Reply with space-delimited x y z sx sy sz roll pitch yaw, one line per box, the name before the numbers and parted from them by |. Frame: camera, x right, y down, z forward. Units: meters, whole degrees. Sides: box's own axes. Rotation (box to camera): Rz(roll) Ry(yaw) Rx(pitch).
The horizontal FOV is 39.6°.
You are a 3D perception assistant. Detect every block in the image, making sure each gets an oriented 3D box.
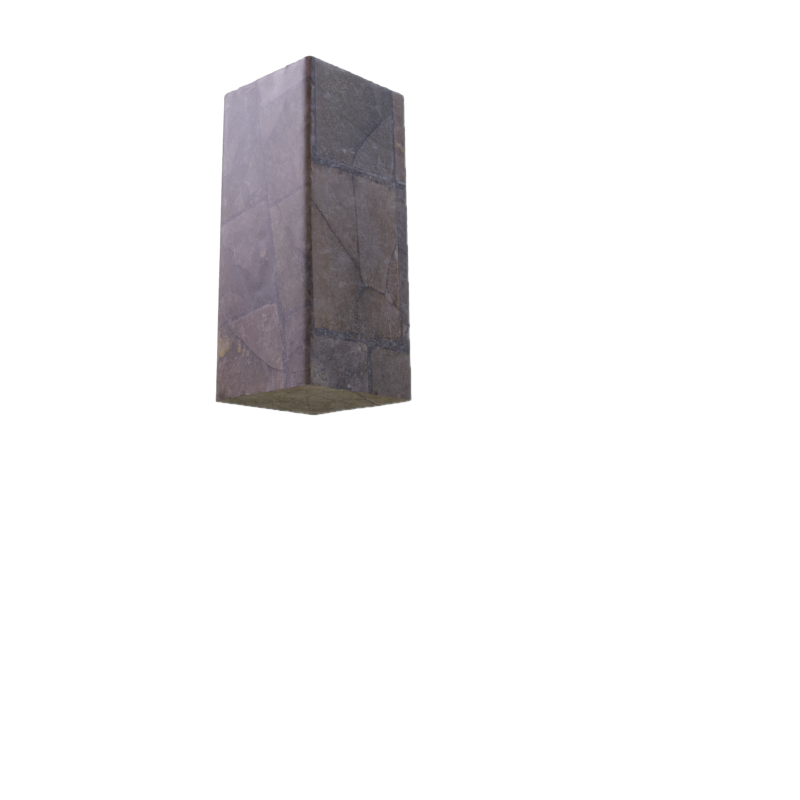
block | -0.056 -0.102 0.714 0.092 0.214 0.086 -15 -21 42
